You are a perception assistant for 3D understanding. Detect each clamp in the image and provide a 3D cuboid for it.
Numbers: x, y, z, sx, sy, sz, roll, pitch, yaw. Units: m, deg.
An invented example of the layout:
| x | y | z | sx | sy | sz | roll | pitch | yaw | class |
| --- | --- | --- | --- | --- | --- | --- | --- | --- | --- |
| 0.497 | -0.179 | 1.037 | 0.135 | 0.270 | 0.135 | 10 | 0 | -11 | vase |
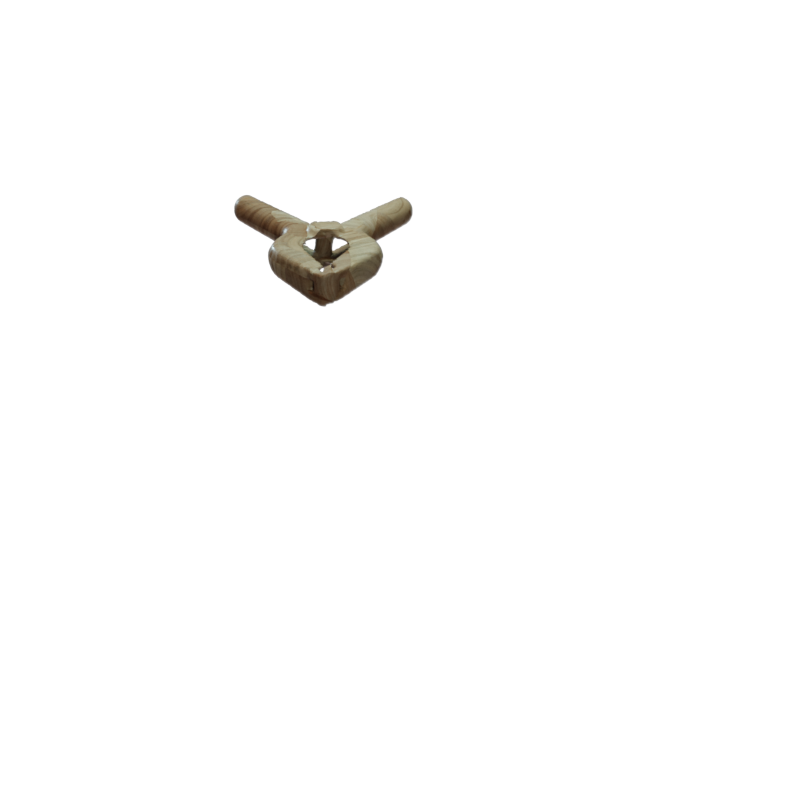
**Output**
| x | y | z | sx | sy | sz | roll | pitch | yaw | class |
| --- | --- | --- | --- | --- | --- | --- | --- | --- | --- |
| -0.075 | -0.136 | 0.953 | 0.166 | 0.034 | 0.220 | 2 | 27 | 3 | clamp |
